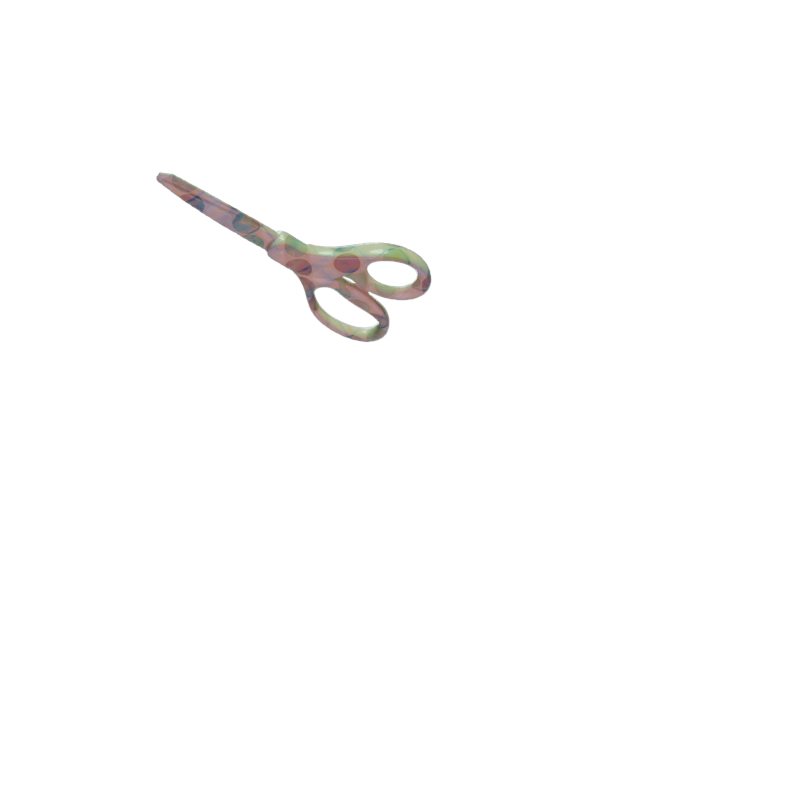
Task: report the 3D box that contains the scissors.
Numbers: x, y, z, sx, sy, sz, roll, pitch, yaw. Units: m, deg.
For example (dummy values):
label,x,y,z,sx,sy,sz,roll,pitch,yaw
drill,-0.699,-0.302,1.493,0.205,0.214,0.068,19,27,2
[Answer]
label,x,y,z,sx,sy,sz,roll,pitch,yaw
scissors,-0.056,-0.102,0.715,0.096,0.017,0.187,-24,-46,25
